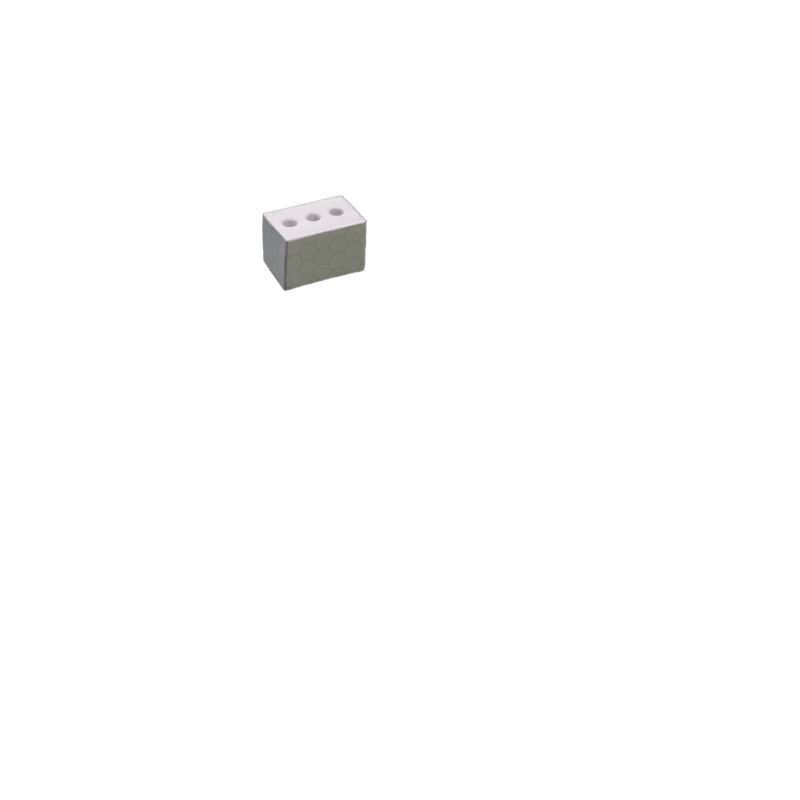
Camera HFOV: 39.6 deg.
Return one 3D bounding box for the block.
[{"bbox_3d":[-0.075,-0.137,0.957,0.077,0.048,0.057,-17,41,-22],"label":"block"}]
